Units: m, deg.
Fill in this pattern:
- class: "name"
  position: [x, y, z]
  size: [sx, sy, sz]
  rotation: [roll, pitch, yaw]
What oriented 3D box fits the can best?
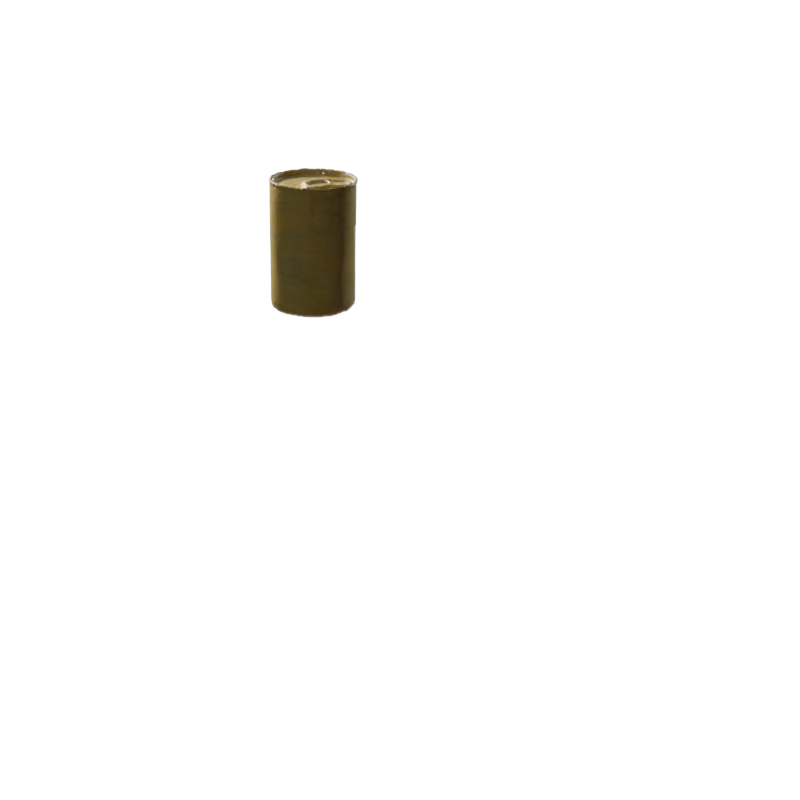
- class: "can"
  position: [-0.067, -0.123, 0.861]
  size: [0.068, 0.098, 0.072]
  rotation: [0, 19, -2]
